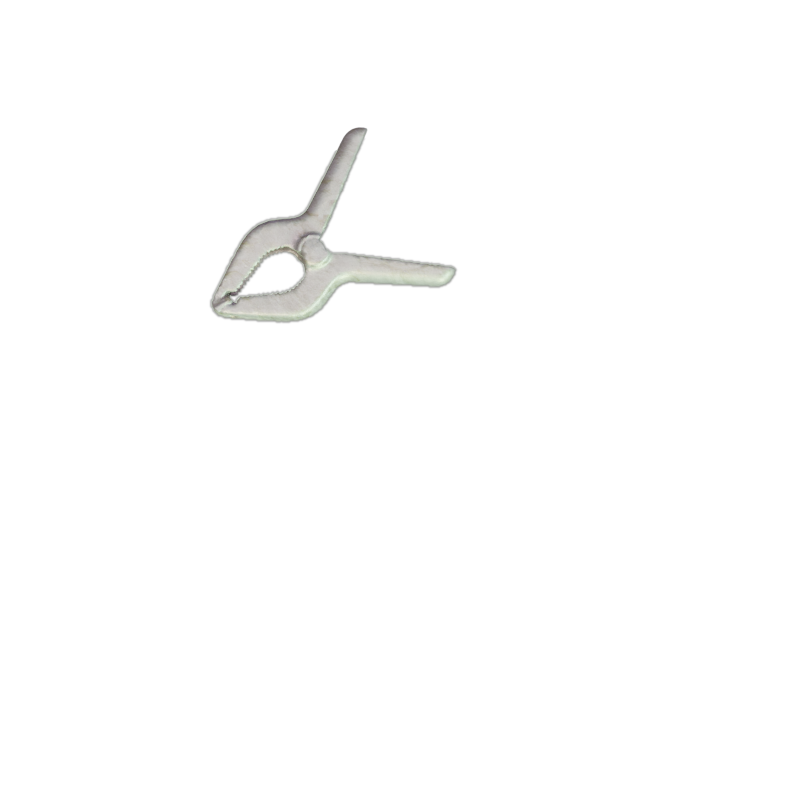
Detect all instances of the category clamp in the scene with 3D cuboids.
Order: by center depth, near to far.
[{"bbox_3d":[-0.077,-0.141,0.986,0.209,0.171,0.035,-23,-13,-6],"label":"clamp"}]
